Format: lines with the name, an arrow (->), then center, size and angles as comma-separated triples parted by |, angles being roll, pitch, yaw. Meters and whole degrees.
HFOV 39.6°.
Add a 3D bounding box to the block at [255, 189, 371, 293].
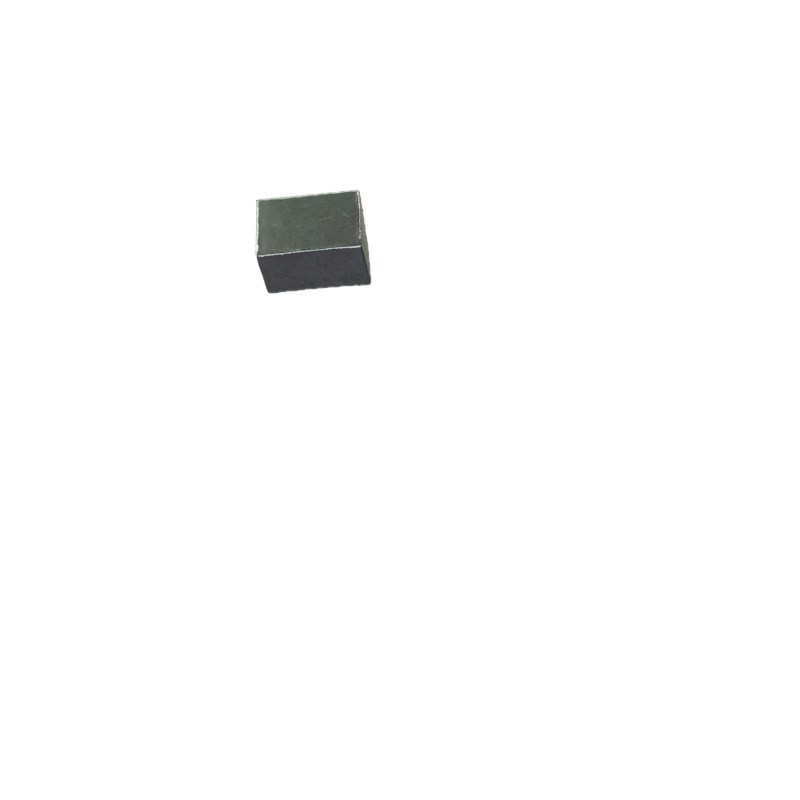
block -> -0.063, -0.115, 0.803 | 0.078, 0.055, 0.049 | -4, -32, 5
